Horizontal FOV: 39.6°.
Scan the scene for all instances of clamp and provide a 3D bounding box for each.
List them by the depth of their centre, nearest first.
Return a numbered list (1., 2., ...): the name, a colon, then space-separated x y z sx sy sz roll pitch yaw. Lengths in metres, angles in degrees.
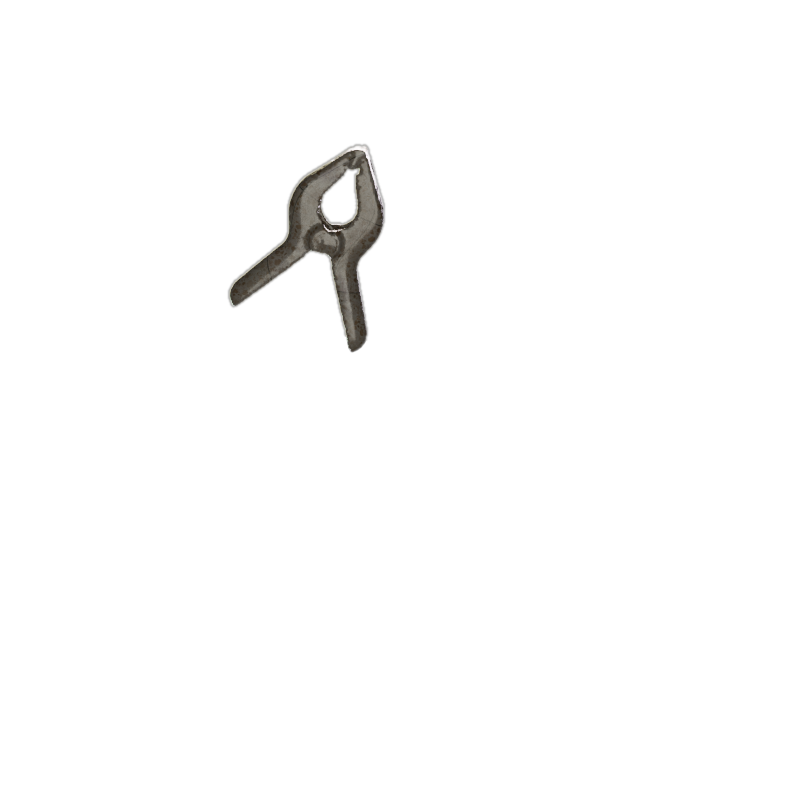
1. clamp: -0.072 -0.131 0.915 0.119 0.167 0.040 12 13 -3
